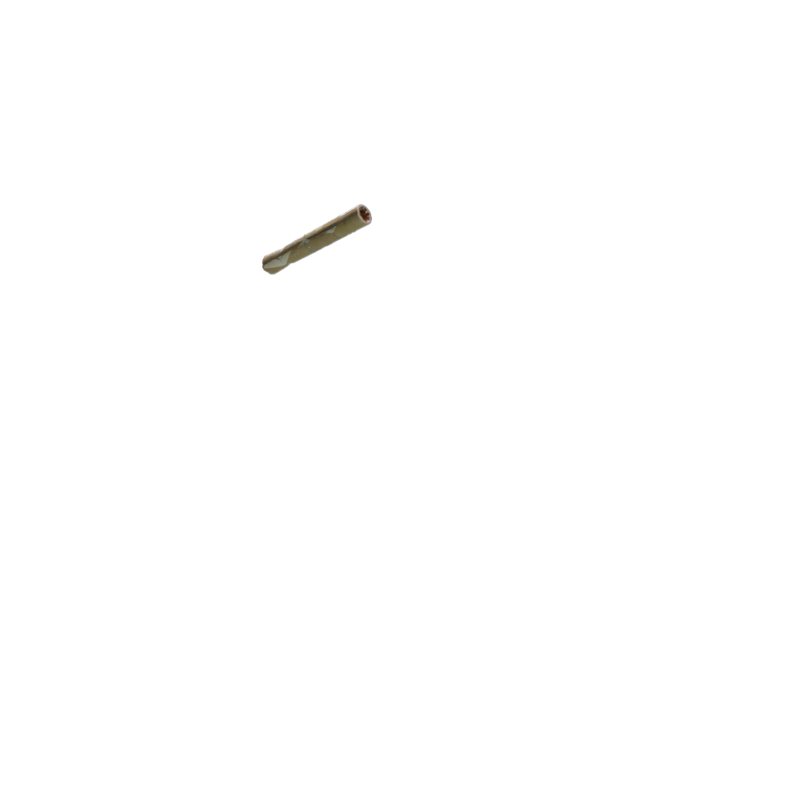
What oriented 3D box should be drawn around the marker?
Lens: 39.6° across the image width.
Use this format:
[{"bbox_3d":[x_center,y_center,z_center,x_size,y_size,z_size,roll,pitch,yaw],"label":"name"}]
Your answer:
[{"bbox_3d":[-0.074,-0.136,0.951,0.121,0.020,0.019,-22,-10,37],"label":"marker"}]
